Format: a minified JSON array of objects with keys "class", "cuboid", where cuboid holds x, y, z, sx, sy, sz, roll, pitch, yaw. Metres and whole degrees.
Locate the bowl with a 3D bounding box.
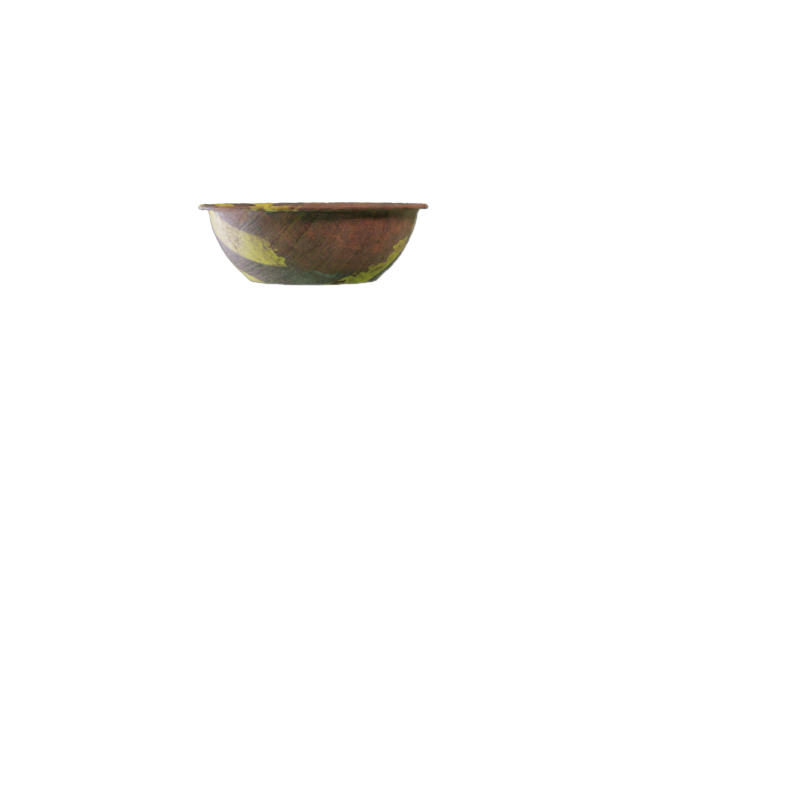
[{"class":"bowl","cuboid":[-0.061,-0.112,0.781,0.162,0.054,0.165,0,10,-2]}]
